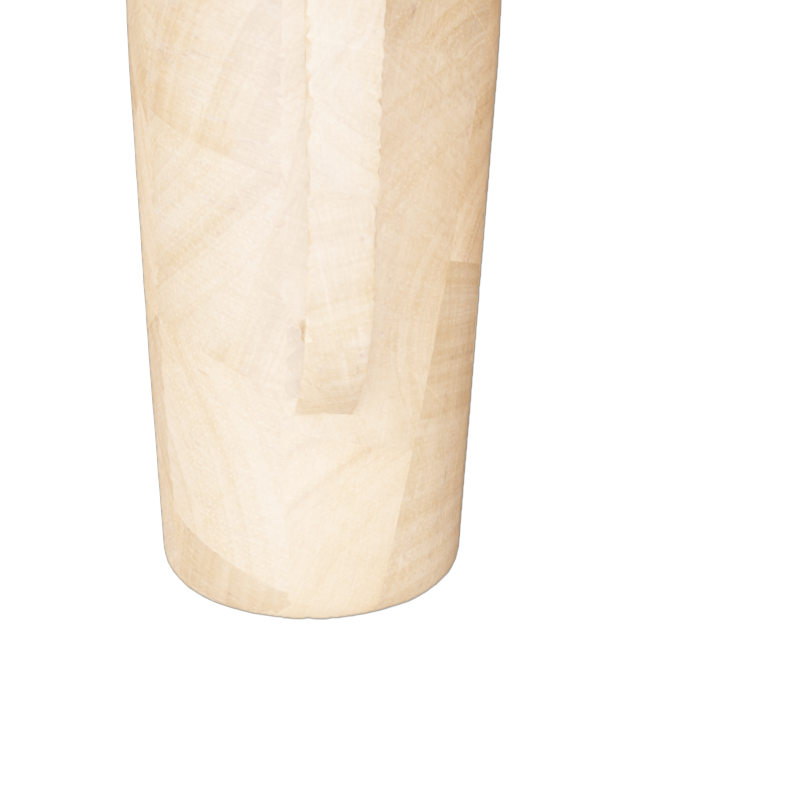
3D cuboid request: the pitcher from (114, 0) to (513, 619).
[{"bbox_3d":[-0.030,-0.054,0.380,0.152,0.238,0.146,8,12,36],"label":"pitcher"}]
